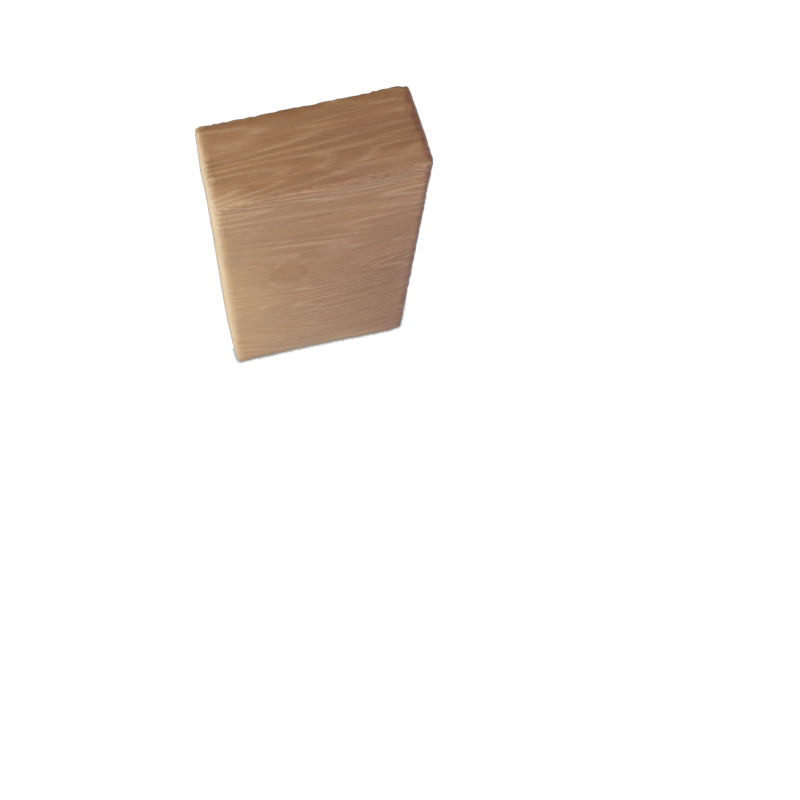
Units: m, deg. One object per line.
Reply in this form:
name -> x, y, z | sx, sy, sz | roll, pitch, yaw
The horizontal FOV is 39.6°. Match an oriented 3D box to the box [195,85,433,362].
box -> -0.041, -0.074, 0.520 | 0.093, 0.050, 0.169 | -13, -16, -7
